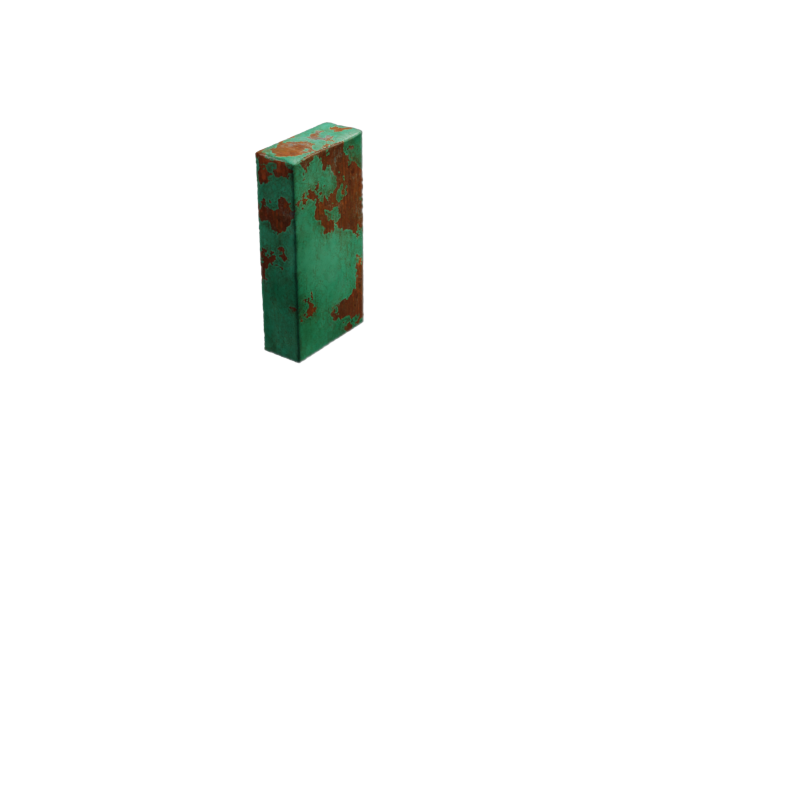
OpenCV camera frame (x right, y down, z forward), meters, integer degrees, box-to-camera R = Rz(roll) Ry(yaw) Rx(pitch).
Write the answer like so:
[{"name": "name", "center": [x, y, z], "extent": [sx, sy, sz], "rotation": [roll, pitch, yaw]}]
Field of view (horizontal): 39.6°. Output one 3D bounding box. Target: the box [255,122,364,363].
[{"name": "box", "center": [-0.071, -0.129, 0.906], "extent": [0.051, 0.166, 0.094], "rotation": [20, 34, 29]}]
